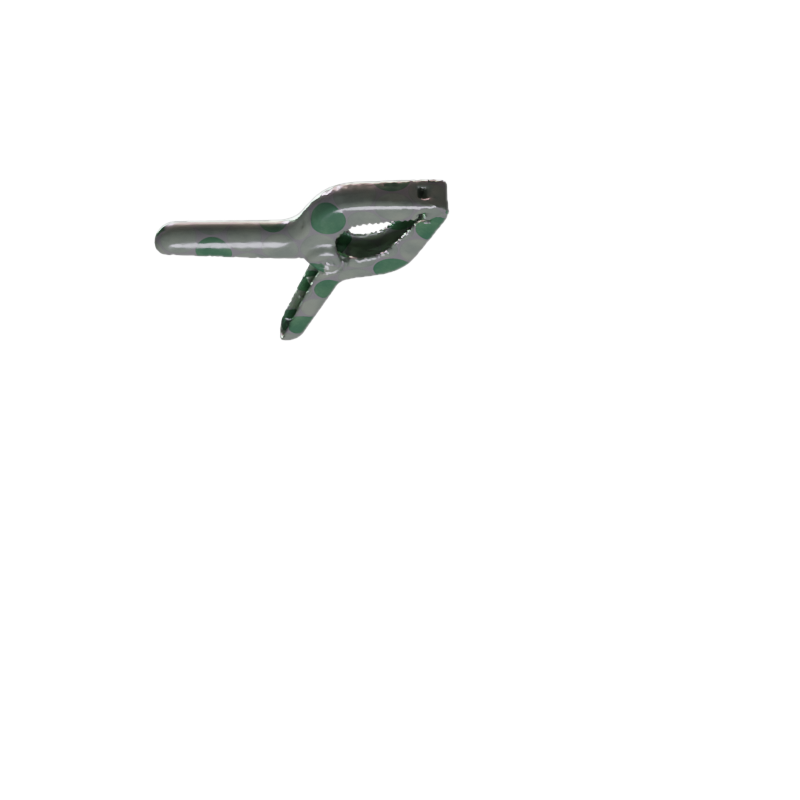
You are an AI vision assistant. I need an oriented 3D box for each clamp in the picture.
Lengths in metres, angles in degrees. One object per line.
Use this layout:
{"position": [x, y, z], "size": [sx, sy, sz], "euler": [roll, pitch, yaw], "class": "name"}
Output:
{"position": [-0.064, -0.116, 0.811], "size": [0.211, 0.039, 0.153], "euler": [-23, -37, 34], "class": "clamp"}
